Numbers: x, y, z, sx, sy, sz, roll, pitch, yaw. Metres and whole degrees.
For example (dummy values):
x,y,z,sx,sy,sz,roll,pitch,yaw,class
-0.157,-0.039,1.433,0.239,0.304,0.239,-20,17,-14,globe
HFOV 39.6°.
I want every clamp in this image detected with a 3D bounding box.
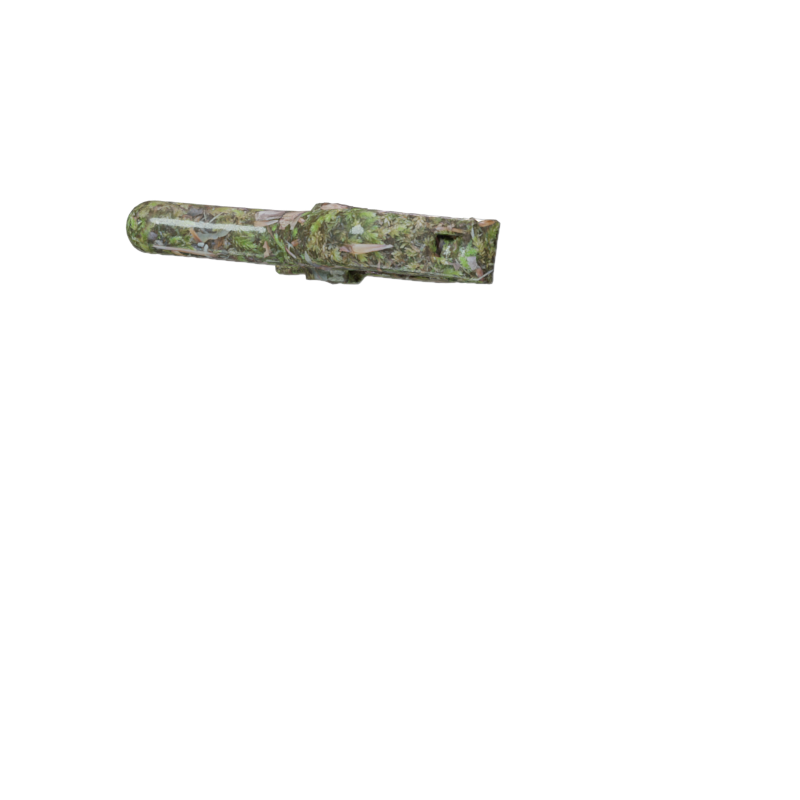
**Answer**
x,y,z,sx,sy,sz,roll,pitch,yaw,class
-0.040,-0.072,0.505,0.116,0.039,0.178,-5,7,-44,clamp
